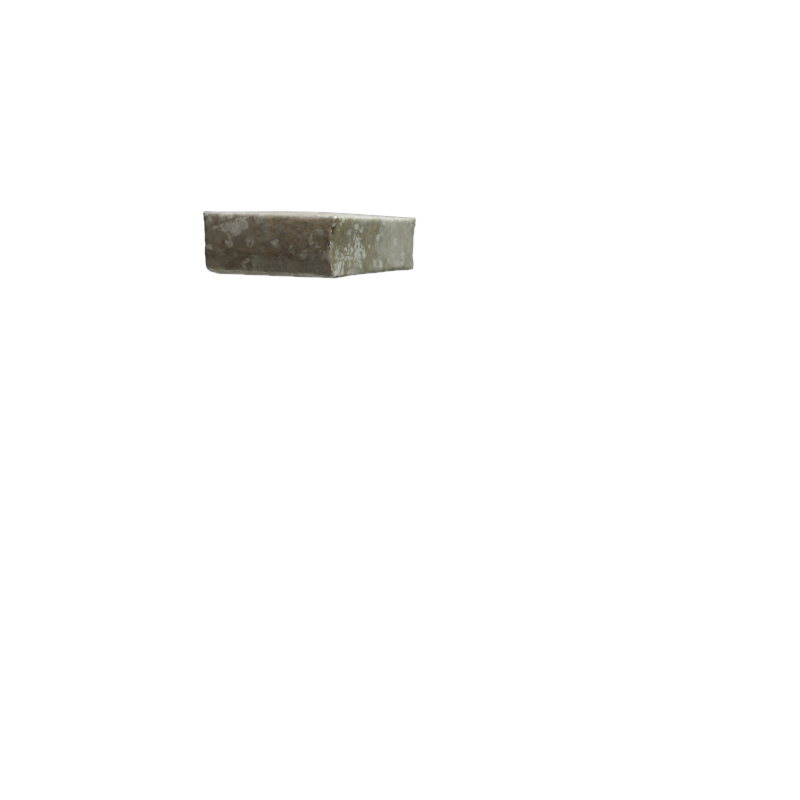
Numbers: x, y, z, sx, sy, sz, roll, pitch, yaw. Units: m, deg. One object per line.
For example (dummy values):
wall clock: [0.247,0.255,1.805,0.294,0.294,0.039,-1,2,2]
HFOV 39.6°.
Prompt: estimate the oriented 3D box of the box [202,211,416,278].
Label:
box: [-0.053,-0.097,0.677,0.093,0.038,0.111,5,11,26]
